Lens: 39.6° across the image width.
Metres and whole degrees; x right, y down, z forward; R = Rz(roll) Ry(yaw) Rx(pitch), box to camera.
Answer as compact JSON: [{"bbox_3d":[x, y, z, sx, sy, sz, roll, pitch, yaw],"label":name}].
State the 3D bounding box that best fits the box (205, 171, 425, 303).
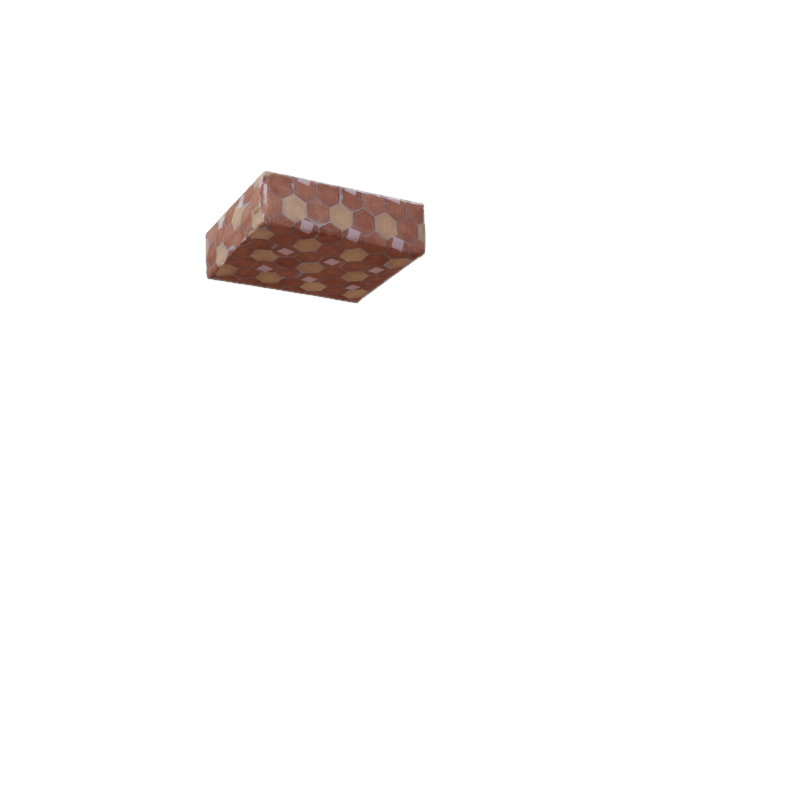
[{"bbox_3d":[-0.054,-0.099,0.690,0.109,0.041,0.089,10,-22,-27],"label":"box"}]
